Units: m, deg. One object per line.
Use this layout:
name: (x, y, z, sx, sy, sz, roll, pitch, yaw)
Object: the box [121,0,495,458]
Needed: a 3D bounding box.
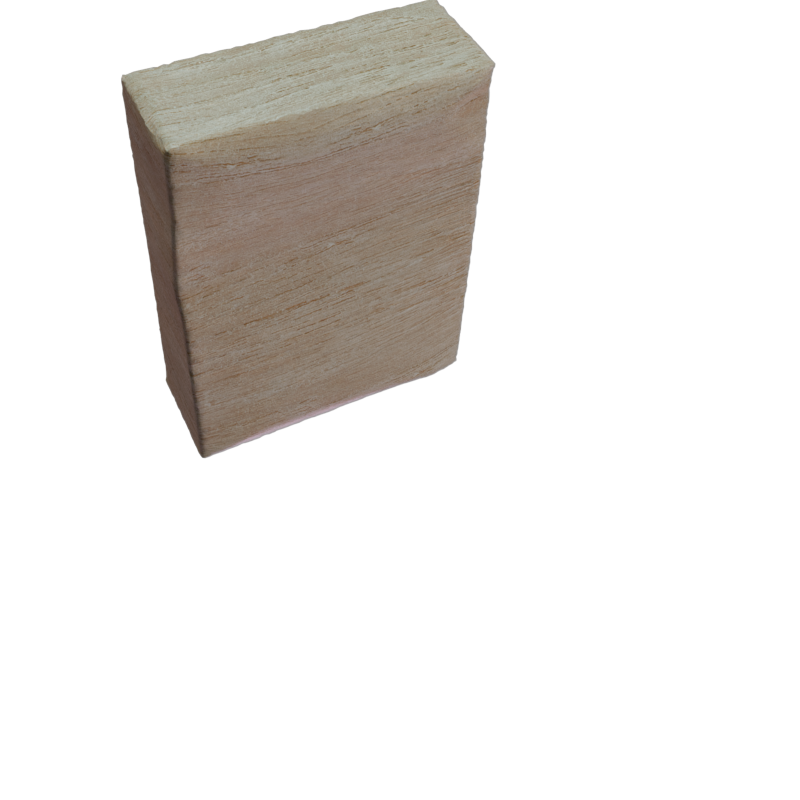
box: (-0.045, -0.082, 0.572, 0.163, 0.078, 0.199, -19, -39, -19)
